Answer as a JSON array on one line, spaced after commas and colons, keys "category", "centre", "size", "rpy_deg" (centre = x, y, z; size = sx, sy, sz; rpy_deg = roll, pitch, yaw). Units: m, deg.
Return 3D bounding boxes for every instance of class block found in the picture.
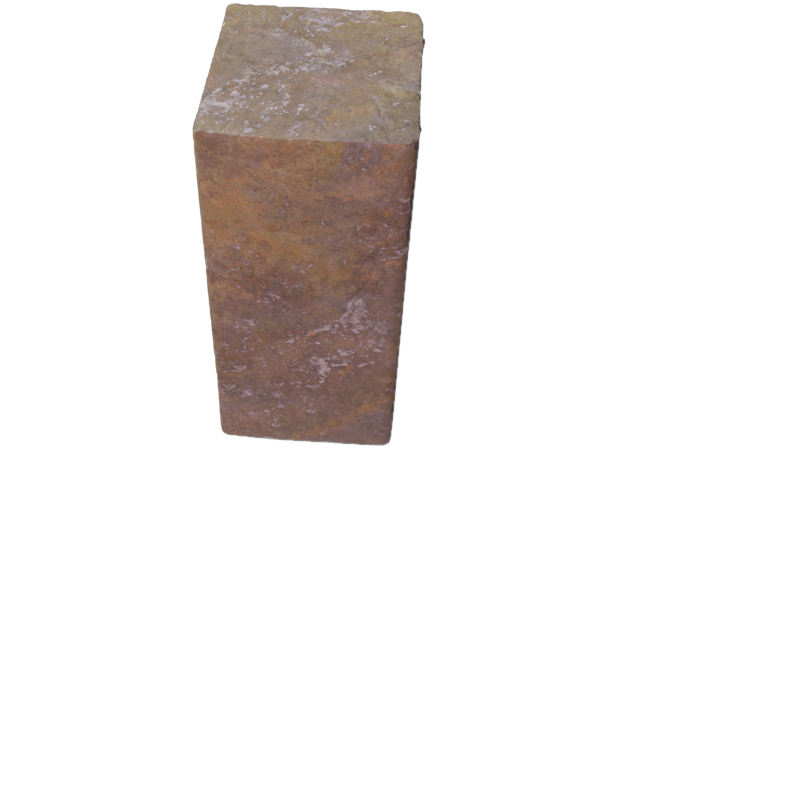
[{"category": "block", "centre": [-0.041, -0.075, 0.530], "size": [0.090, 0.097, 0.192], "rpy_deg": [5, -40, 0]}]
